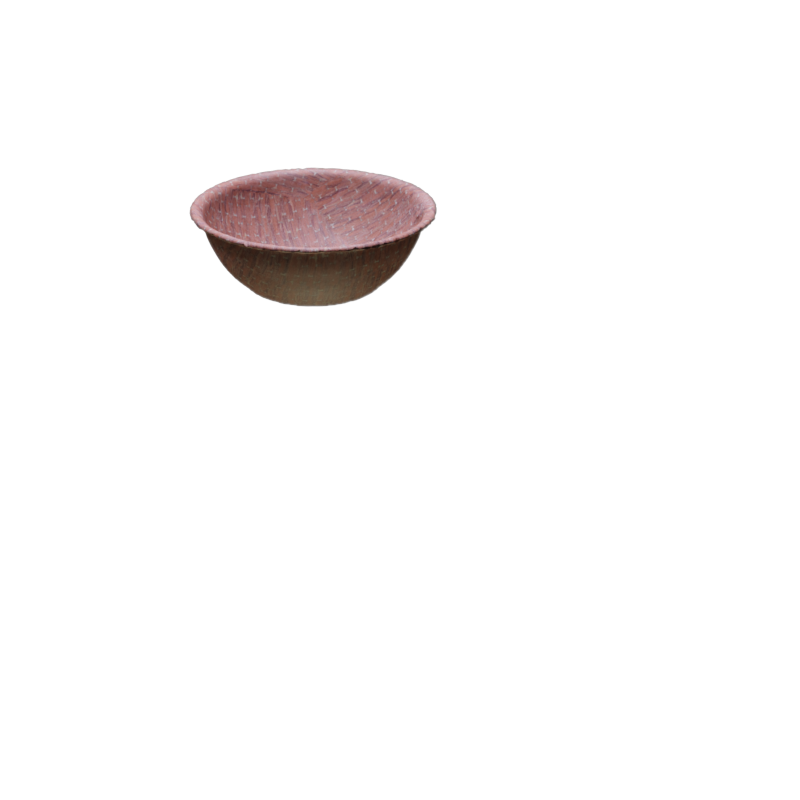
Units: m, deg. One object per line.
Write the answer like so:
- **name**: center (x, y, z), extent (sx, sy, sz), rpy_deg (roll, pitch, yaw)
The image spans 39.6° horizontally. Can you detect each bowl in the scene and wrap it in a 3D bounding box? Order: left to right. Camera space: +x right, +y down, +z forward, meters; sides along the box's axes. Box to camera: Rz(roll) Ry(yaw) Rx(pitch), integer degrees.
- **bowl**: center (-0.058, -0.105, 0.737), extent (0.162, 0.052, 0.171), rpy_deg (-1, 27, -2)
